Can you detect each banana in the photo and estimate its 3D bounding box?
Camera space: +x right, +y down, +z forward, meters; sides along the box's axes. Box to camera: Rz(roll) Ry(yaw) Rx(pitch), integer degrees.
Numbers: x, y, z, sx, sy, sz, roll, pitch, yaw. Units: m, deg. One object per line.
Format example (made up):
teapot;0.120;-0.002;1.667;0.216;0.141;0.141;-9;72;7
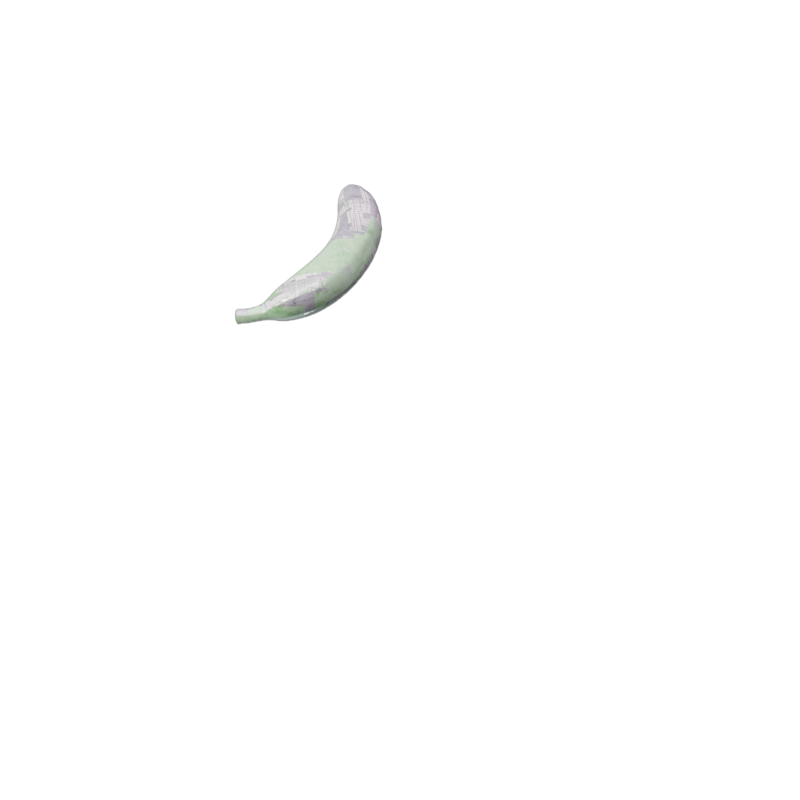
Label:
banana;-0.053;-0.117;0.867;0.072;0.034;0.204;15;41;18
